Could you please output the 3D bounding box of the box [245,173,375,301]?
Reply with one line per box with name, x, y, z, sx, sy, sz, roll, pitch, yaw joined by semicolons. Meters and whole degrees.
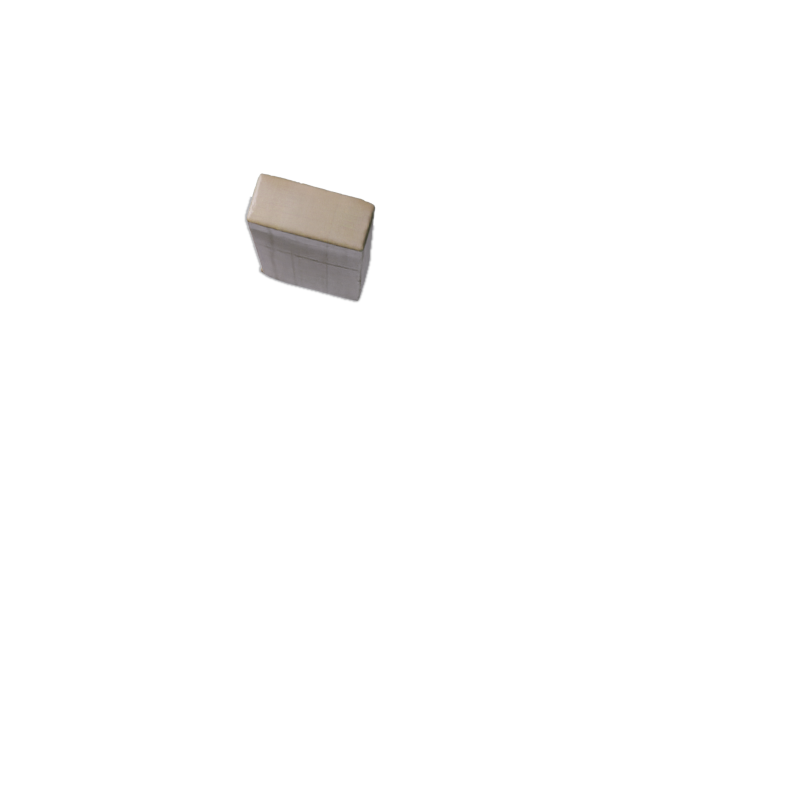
box;-0.070;-0.129;0.902;0.094;0.049;0.171;16;-11;0
